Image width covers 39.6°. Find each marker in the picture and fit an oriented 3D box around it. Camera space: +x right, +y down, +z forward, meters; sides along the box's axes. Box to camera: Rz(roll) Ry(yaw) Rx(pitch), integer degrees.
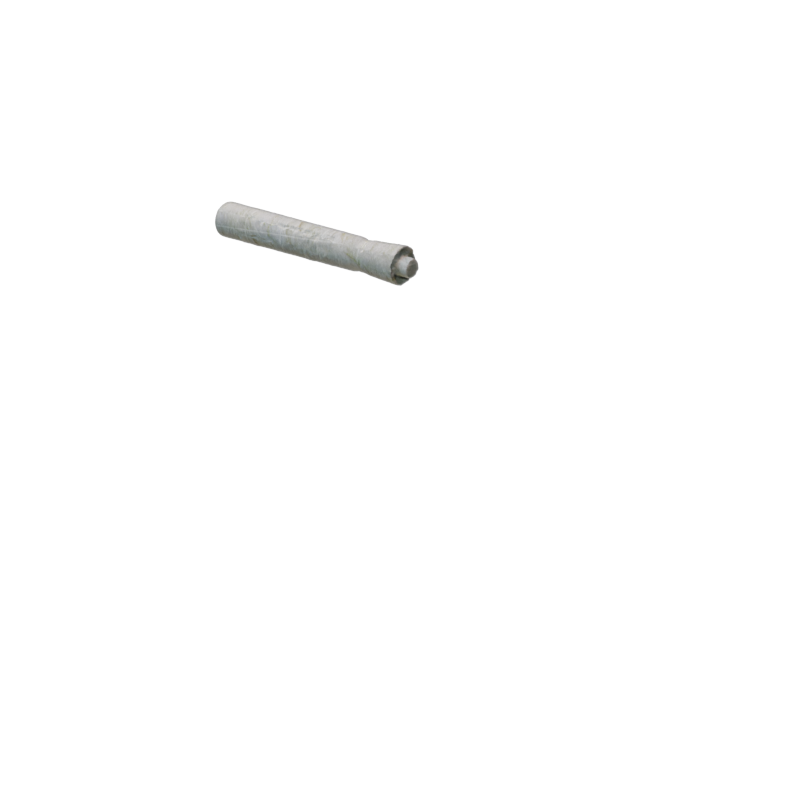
[{"bbox_3d":[-0.042,-0.077,0.539,0.128,0.019,0.019,20,15,37],"label":"marker"}]
